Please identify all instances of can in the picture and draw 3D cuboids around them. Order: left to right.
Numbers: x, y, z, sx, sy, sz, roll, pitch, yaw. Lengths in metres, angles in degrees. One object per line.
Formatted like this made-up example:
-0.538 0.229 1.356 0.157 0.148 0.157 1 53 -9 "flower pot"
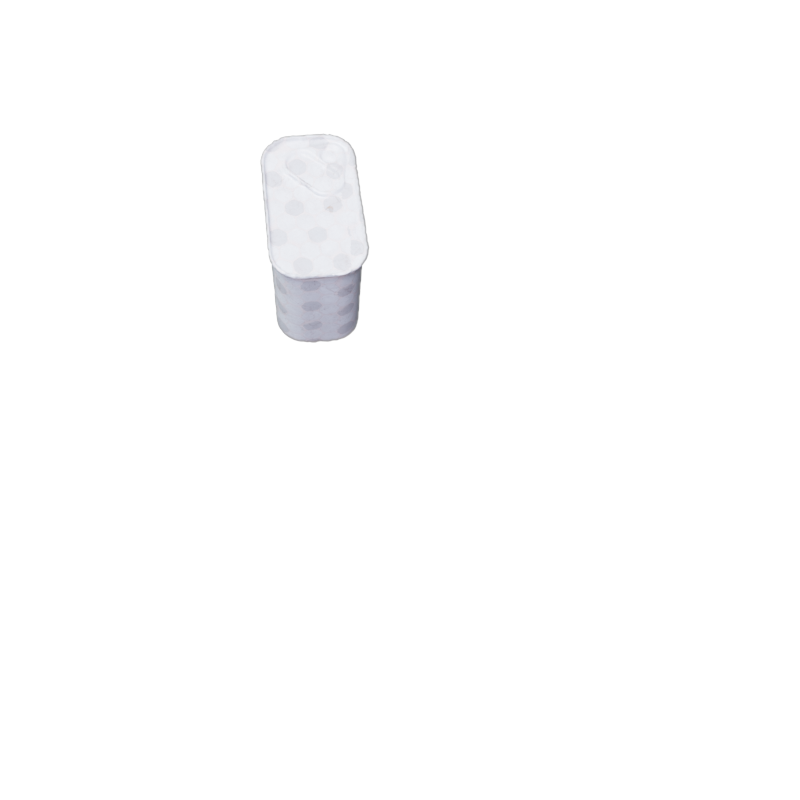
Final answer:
-0.053 -0.097 0.678 0.057 0.109 0.079 -5 -30 -6 "can"
